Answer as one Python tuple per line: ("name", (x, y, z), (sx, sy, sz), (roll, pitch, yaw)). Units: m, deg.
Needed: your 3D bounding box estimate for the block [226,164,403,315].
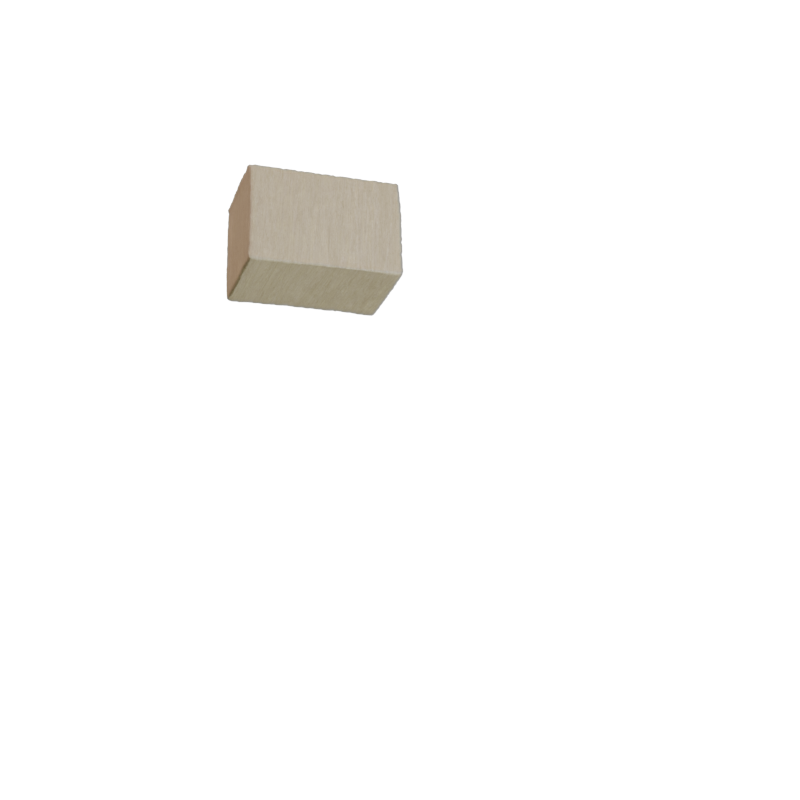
("block", (-0.043, -0.078, 0.548), (0.076, 0.054, 0.051), (6, -24, -16))
